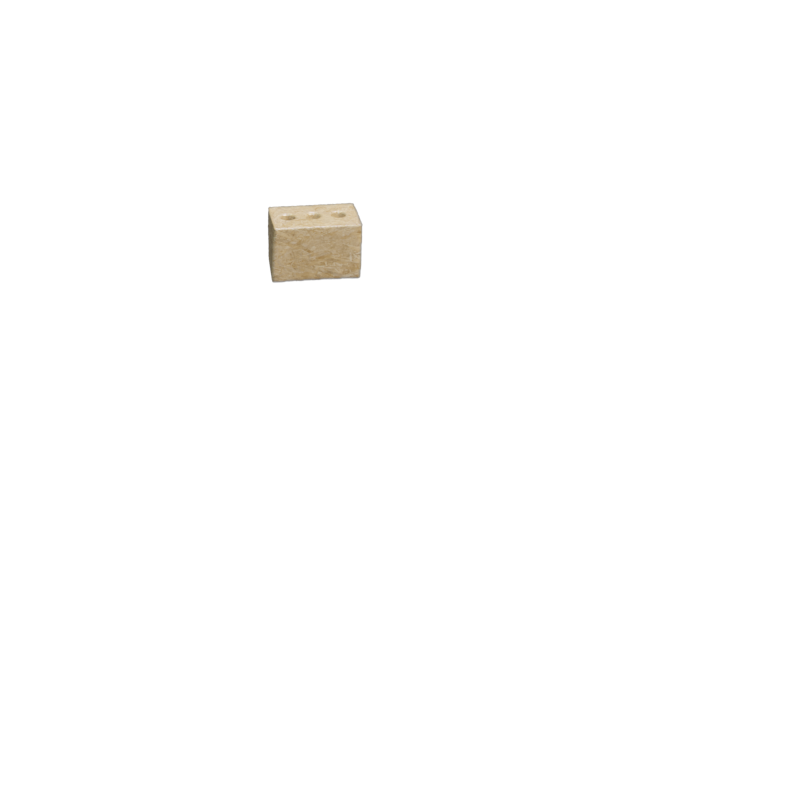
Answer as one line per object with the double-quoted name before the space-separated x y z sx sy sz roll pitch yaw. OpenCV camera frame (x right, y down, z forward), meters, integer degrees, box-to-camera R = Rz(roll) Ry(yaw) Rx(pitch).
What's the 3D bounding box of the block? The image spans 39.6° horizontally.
"block" -0.075 -0.138 0.963 0.077 0.048 0.056 -4 30 -8
